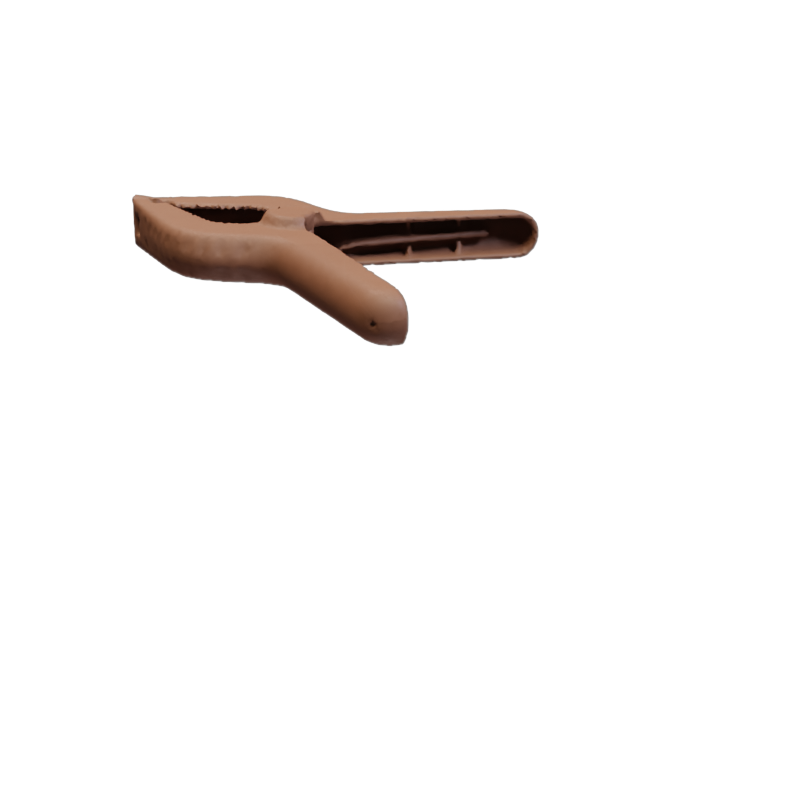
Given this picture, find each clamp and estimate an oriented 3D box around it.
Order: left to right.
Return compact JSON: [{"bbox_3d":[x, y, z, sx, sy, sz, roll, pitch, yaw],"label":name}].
[{"bbox_3d":[-0.044,-0.081,0.564,0.221,0.035,0.163,15,27,33],"label":"clamp"}]
